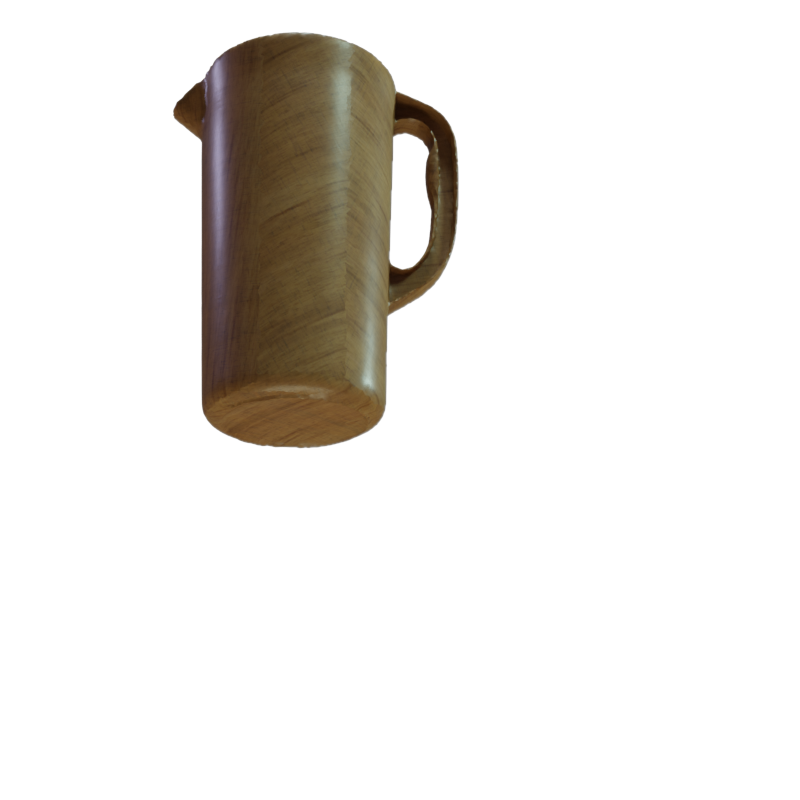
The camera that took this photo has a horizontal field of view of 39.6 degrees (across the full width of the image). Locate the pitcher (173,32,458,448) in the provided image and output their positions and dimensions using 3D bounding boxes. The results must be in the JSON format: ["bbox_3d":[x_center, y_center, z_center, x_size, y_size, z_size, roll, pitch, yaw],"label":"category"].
[{"bbox_3d":[-0.055,-0.100,0.701,0.151,0.257,0.135,-20,-31,33],"label":"pitcher"}]
